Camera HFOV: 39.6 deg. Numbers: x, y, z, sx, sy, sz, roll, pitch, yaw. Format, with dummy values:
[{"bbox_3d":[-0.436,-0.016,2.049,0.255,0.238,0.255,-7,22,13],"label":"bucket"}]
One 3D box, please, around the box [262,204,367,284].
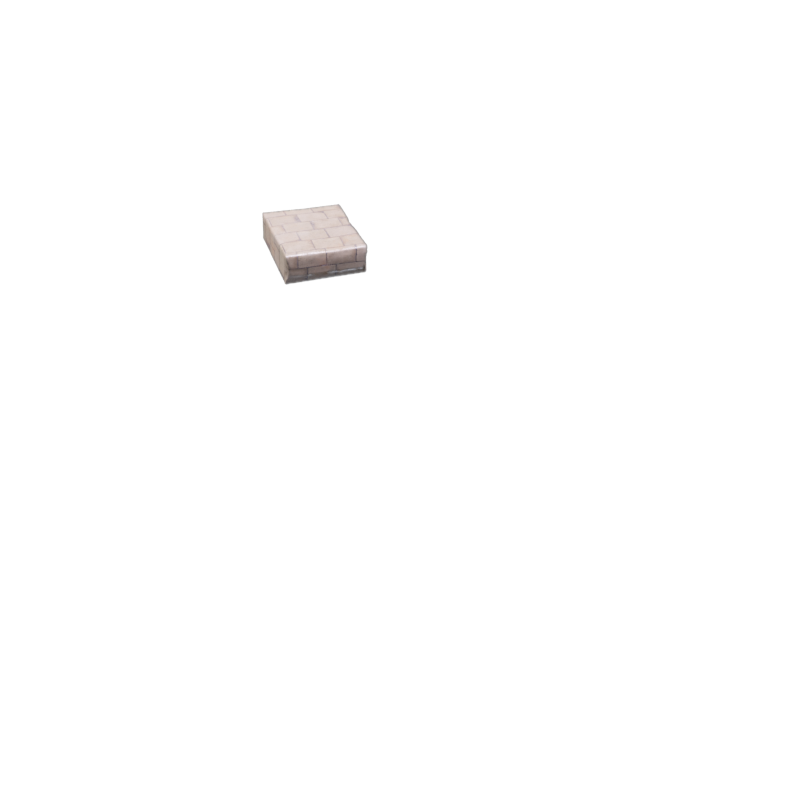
[{"bbox_3d":[-0.076,-0.139,0.972,0.072,0.028,0.096,-9,34,-14],"label":"box"}]
